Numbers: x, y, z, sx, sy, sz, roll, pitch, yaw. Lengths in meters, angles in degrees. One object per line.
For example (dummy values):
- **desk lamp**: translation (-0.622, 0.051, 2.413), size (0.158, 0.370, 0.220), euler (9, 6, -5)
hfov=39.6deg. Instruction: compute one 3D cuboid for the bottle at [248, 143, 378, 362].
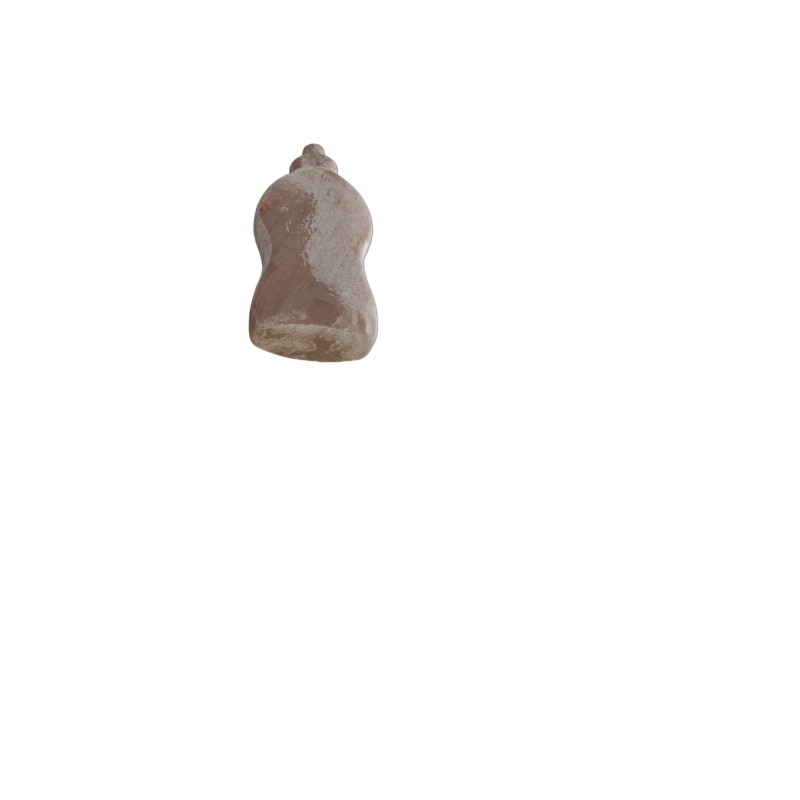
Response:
- **bottle**: translation (-0.069, -0.126, 0.882), size (0.094, 0.205, 0.055), euler (5, -34, -12)
